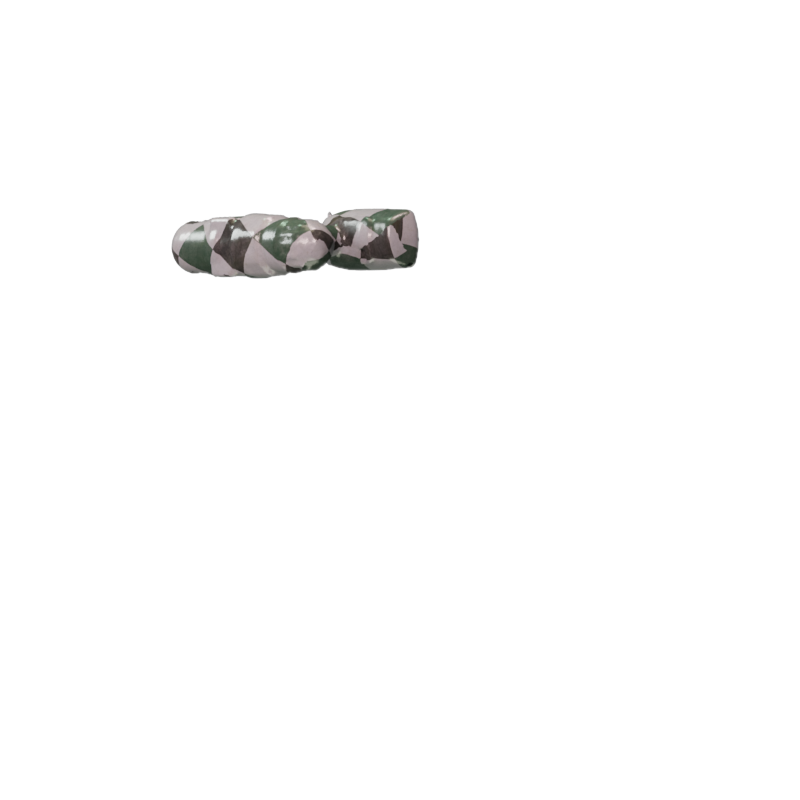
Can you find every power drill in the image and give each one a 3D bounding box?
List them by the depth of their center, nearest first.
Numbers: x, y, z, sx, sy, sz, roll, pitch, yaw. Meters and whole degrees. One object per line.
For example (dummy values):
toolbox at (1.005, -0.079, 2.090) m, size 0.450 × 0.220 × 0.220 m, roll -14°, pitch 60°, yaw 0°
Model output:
power drill at (-0.074, -0.135, 0.943) m, size 0.181 × 0.057 × 0.193 m, roll -8°, pitch 12°, yaw -43°
